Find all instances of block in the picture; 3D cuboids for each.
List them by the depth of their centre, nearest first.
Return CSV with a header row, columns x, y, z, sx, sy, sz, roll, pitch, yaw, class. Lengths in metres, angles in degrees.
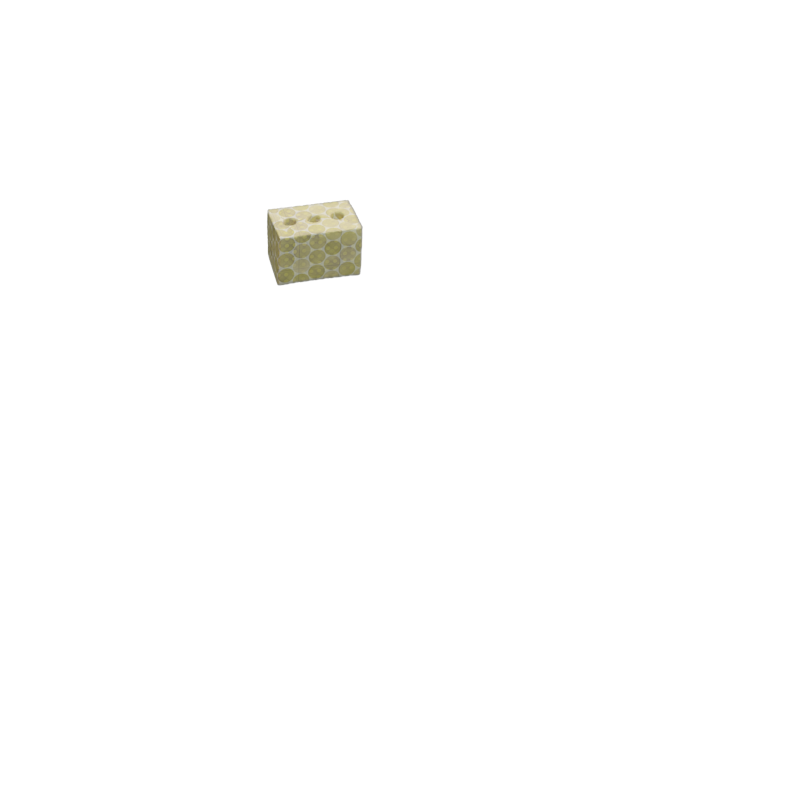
x,y,z,sx,sy,sz,roll,pitch,yaw,class
-0.078,-0.143,0.998,0.077,0.048,0.057,-9,39,-13,block
